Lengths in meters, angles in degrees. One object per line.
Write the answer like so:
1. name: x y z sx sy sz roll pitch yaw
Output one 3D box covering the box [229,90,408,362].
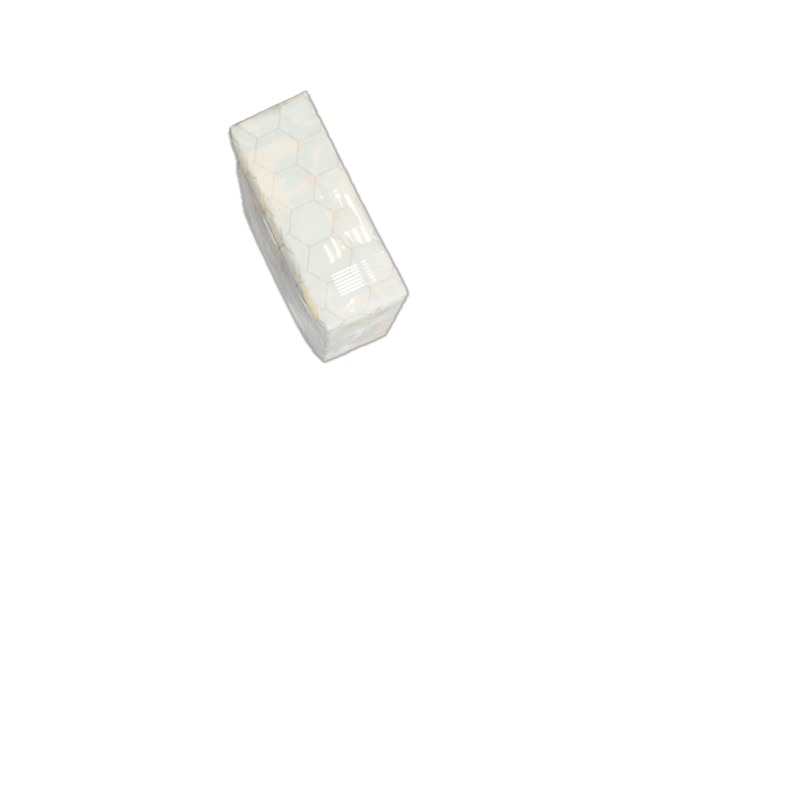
1. box: -0.067 -0.123 0.862 0.072 0.168 0.210 -26 -5 -6
